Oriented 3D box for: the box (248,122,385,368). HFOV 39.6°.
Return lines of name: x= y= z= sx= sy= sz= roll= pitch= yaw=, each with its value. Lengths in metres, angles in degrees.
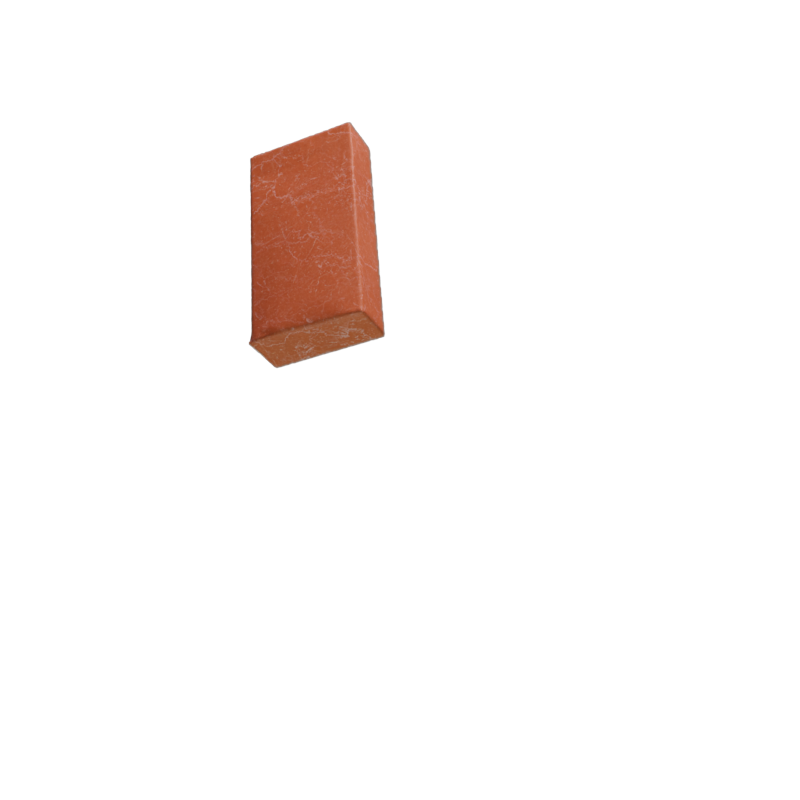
box: x=-0.065 y=-0.119 z=0.836 sx=0.094 sy=0.189 sz=0.044 roll=-16 pitch=-37 yaw=20
